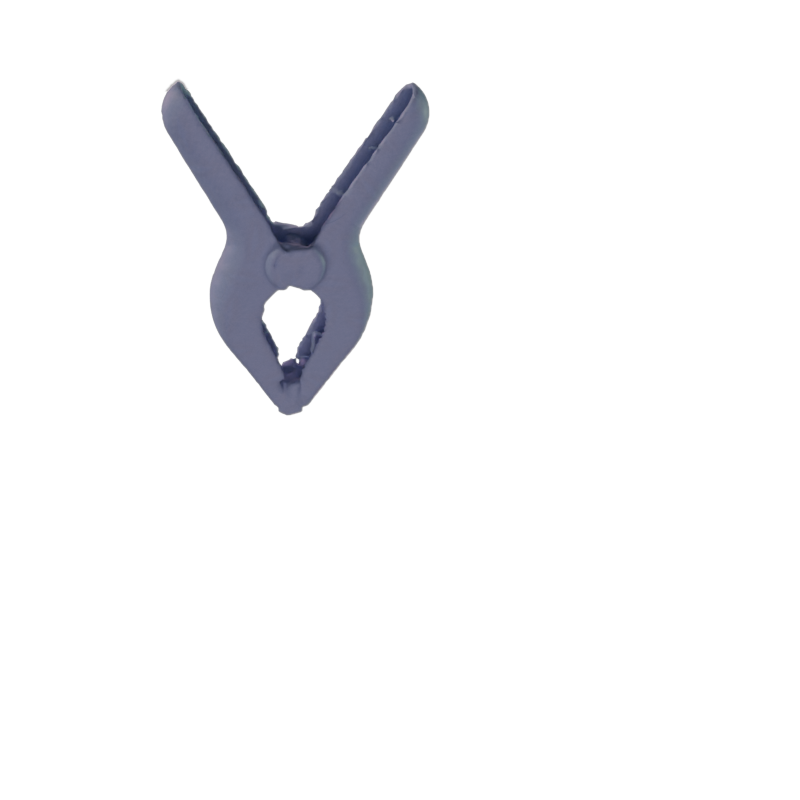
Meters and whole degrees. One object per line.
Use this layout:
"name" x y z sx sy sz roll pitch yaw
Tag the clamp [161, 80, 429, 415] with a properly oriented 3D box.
"clamp" -0.041 -0.075 0.528 0.120 0.161 0.041 -5 28 2
